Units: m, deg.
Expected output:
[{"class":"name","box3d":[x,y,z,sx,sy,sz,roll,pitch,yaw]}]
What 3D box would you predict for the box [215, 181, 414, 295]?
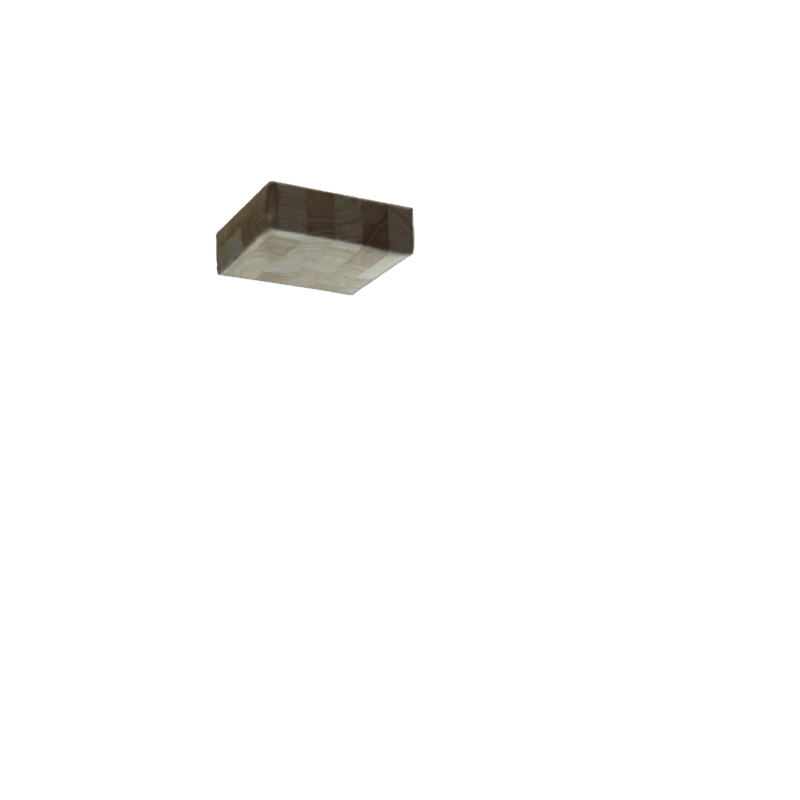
[{"class":"box","box3d":[-0.060,-0.109,0.765,0.109,0.041,0.089,9,-20,-28]}]
